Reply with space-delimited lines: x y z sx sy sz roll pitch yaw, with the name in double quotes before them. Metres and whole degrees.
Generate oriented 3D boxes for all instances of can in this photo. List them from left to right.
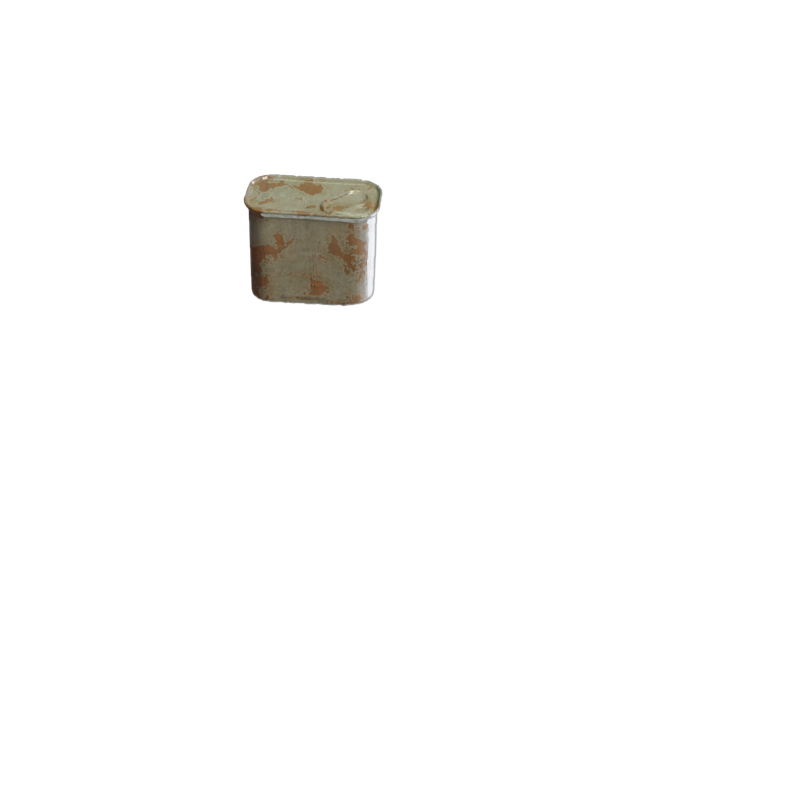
"can" -0.066 -0.121 0.849 0.103 0.078 0.061 4 35 4
